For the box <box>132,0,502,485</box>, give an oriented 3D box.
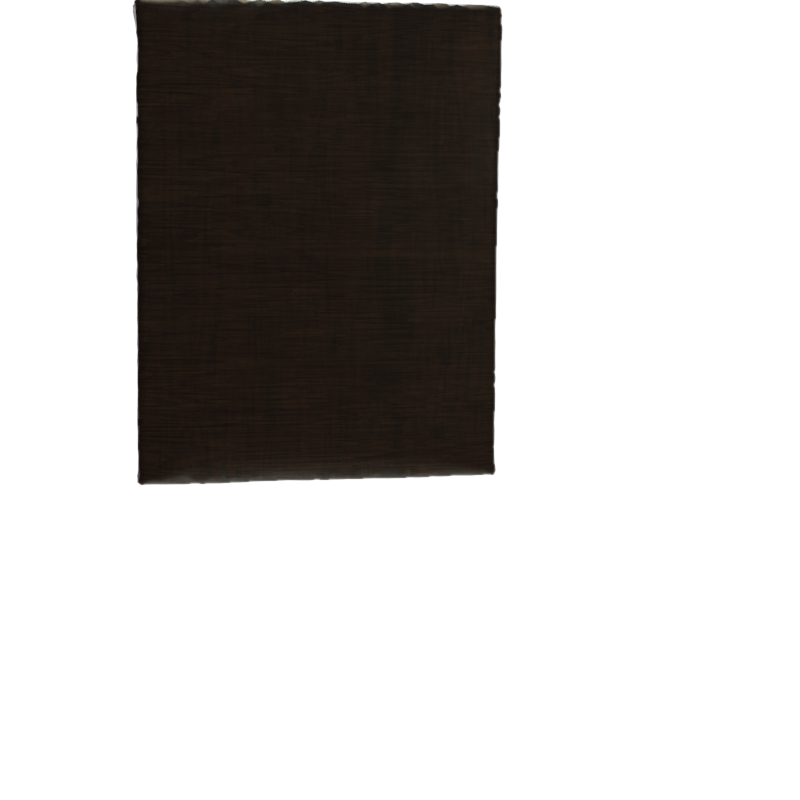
[{"bbox_3d":[-0.041,-0.074,0.519,0.162,0.212,0.073,-1,3,-8],"label":"box"}]
